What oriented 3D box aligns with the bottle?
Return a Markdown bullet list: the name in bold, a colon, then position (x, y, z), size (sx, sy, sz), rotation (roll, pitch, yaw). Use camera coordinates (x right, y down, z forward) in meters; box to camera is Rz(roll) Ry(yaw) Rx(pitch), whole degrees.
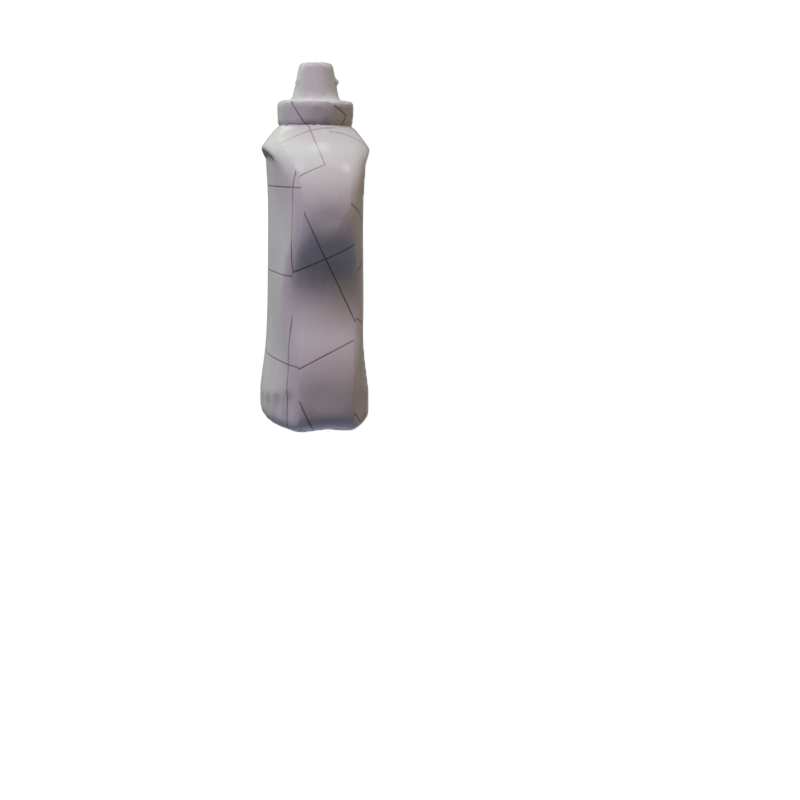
- **bottle**: position (-0.047, -0.086, 0.601), size (0.058, 0.190, 0.098), rotation (0, 5, -10)
